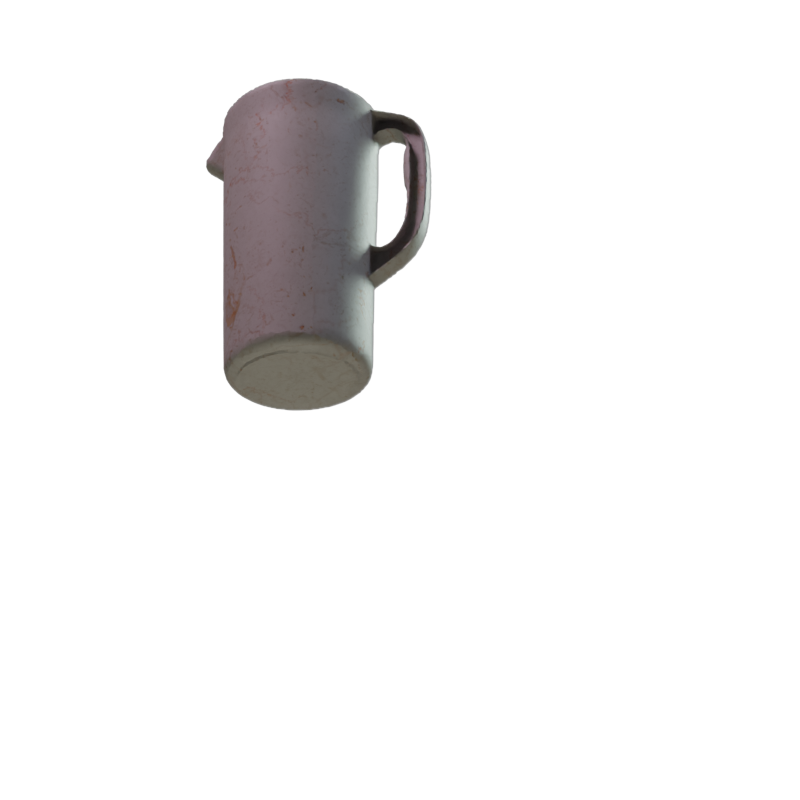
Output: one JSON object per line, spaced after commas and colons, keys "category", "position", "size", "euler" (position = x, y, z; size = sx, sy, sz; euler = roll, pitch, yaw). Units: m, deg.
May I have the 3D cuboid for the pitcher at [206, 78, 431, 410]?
{"category": "pitcher", "position": [-0.067, -0.123, 0.858], "size": [0.139, 0.260, 0.146], "euler": [16, -37, -27]}
